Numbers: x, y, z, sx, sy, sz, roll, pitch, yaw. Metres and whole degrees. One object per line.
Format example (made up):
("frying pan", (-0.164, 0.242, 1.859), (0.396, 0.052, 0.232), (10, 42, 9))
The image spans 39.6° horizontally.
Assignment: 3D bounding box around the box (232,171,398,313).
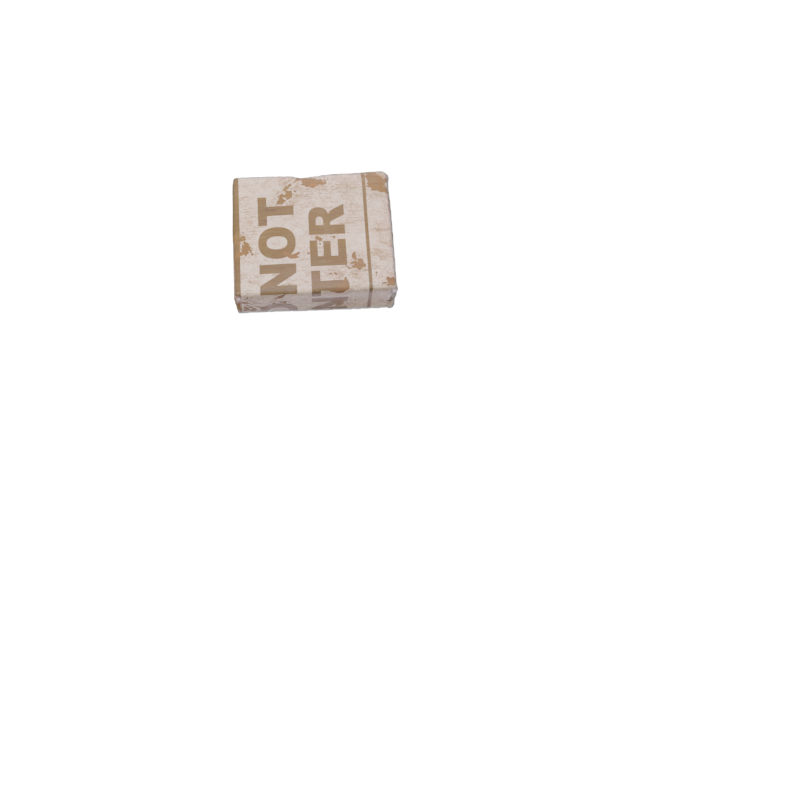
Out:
("box", (-0.048, -0.088, 0.617), (0.089, 0.077, 0.029), (-3, -25, -2))
